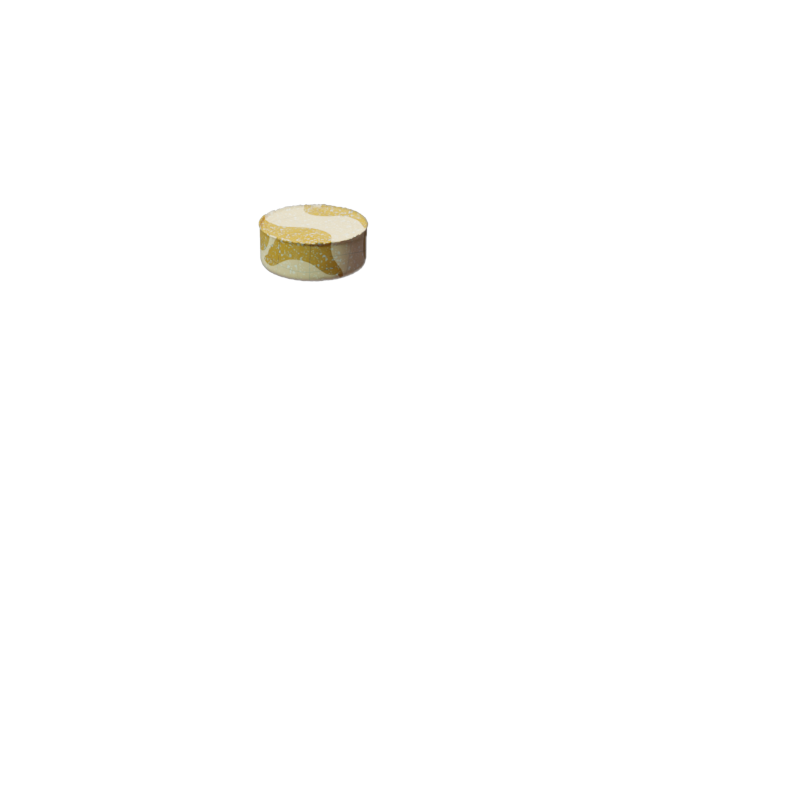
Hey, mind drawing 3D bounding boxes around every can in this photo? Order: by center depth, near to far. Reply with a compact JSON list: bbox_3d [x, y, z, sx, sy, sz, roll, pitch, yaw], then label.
[{"bbox_3d":[-0.068,-0.125,0.875,0.086,0.032,0.091,-1,28,-2],"label":"can"}]
